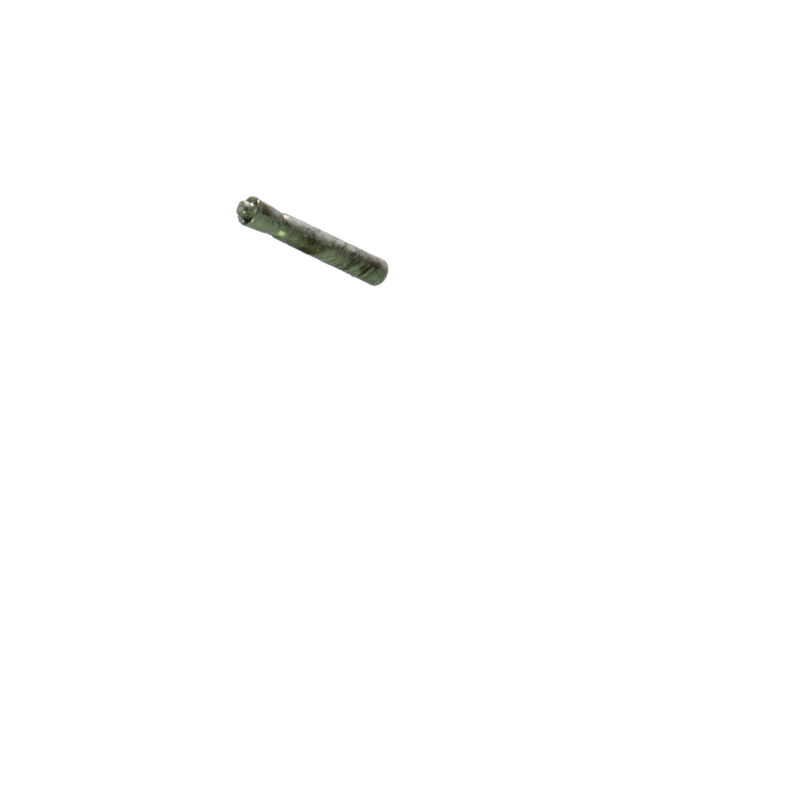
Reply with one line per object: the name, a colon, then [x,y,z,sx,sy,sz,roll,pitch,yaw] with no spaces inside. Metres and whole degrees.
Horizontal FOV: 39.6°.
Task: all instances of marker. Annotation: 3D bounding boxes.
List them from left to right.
marker: [-0.054,-0.099,0.696,0.113,0.020,0.021,21,-11,-40]
